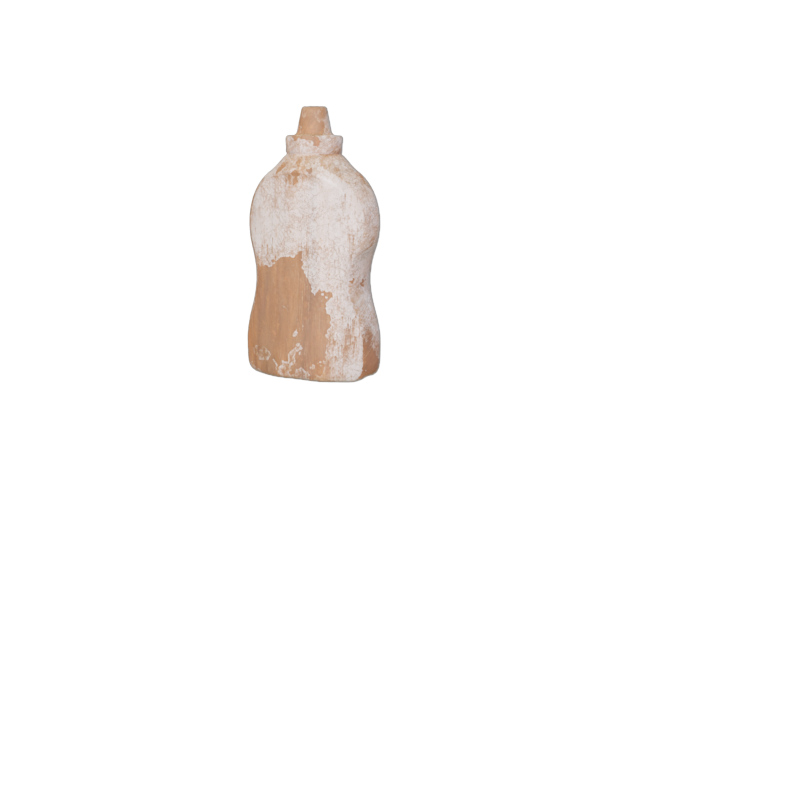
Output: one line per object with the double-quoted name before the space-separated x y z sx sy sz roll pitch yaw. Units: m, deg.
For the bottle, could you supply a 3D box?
"bottle" -0.062 -0.113 0.791 0.100 0.189 0.057 4 7 29
